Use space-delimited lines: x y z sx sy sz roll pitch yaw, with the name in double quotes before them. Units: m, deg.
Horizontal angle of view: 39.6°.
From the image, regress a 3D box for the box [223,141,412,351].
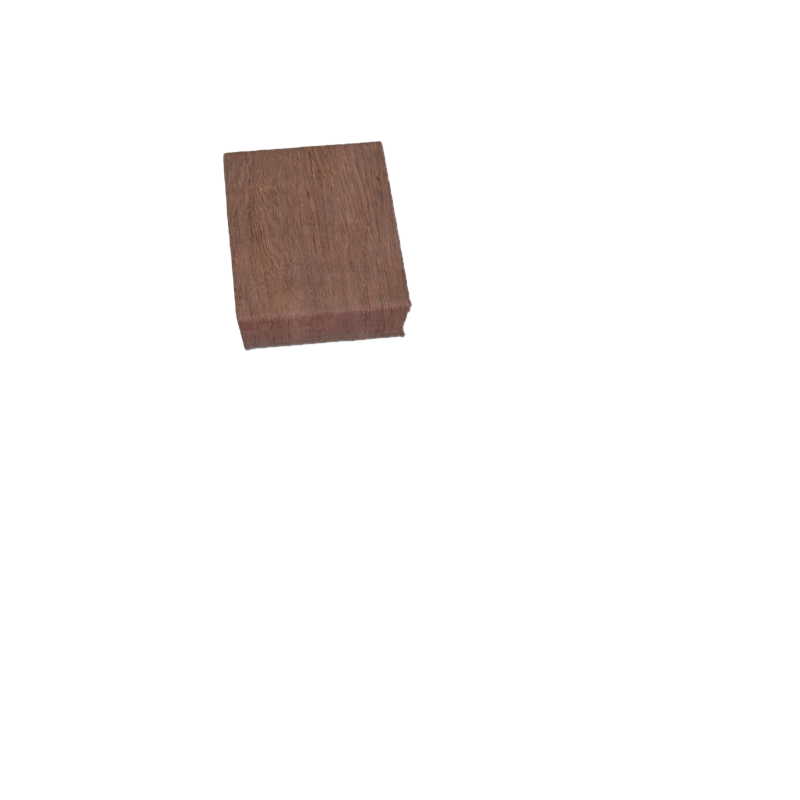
"box" -0.047 -0.086 0.600 0.089 0.121 0.036 -6 -30 -4
